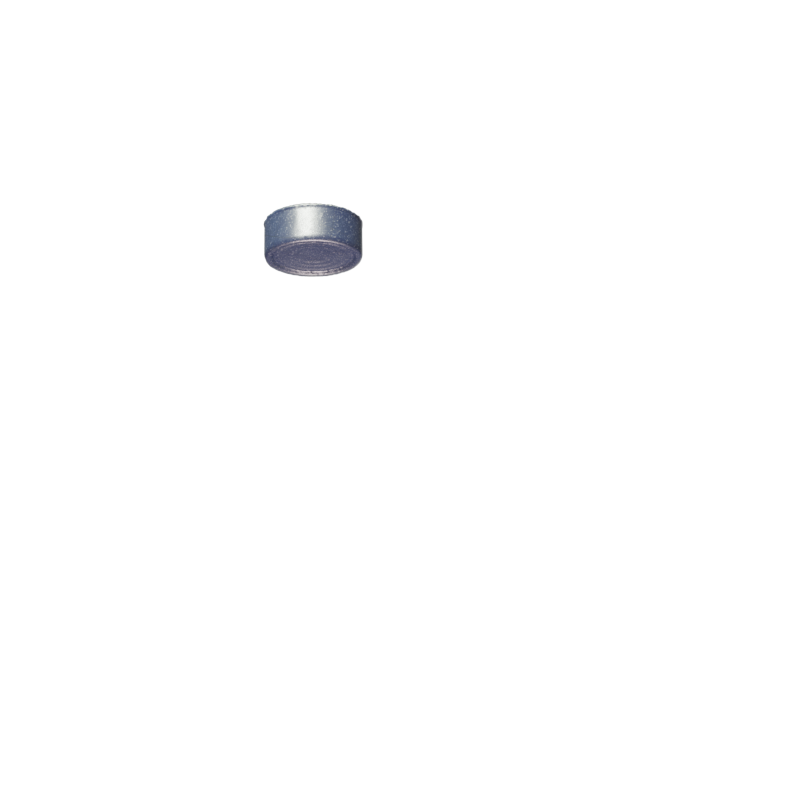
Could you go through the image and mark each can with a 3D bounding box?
[{"bbox_3d":[-0.075,-0.136,0.954,0.086,0.035,0.082,0,-17,-2],"label":"can"}]
